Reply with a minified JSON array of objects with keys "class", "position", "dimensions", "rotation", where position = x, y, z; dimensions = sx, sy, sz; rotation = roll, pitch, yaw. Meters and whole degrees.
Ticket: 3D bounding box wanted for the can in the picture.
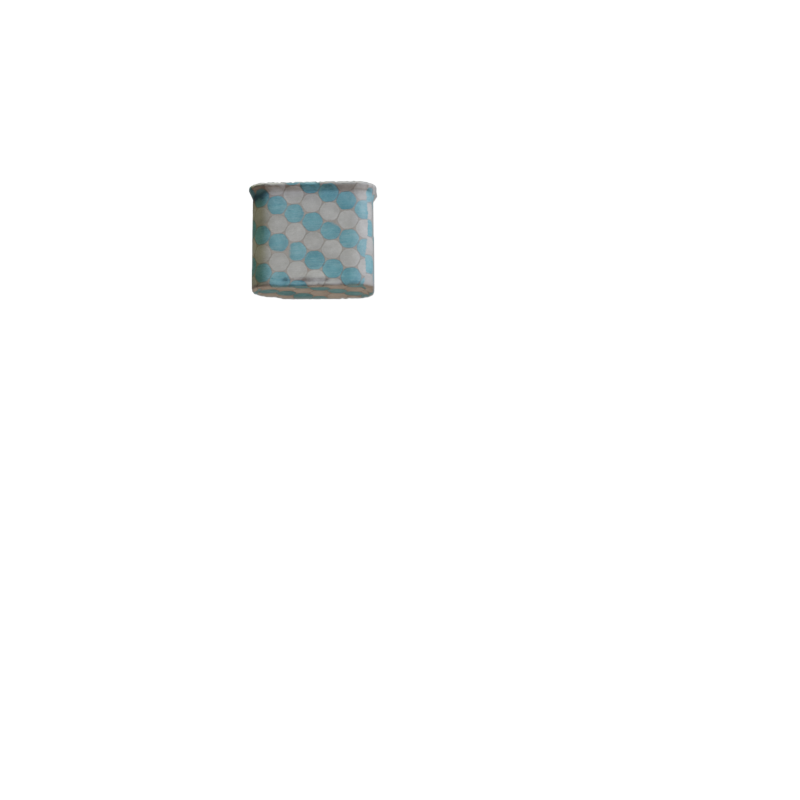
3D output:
[{"class":"can","position":[-0.069,-0.126,0.881],"dimensions":[0.102,0.086,0.056],"rotation":[-1,-12,3]}]
